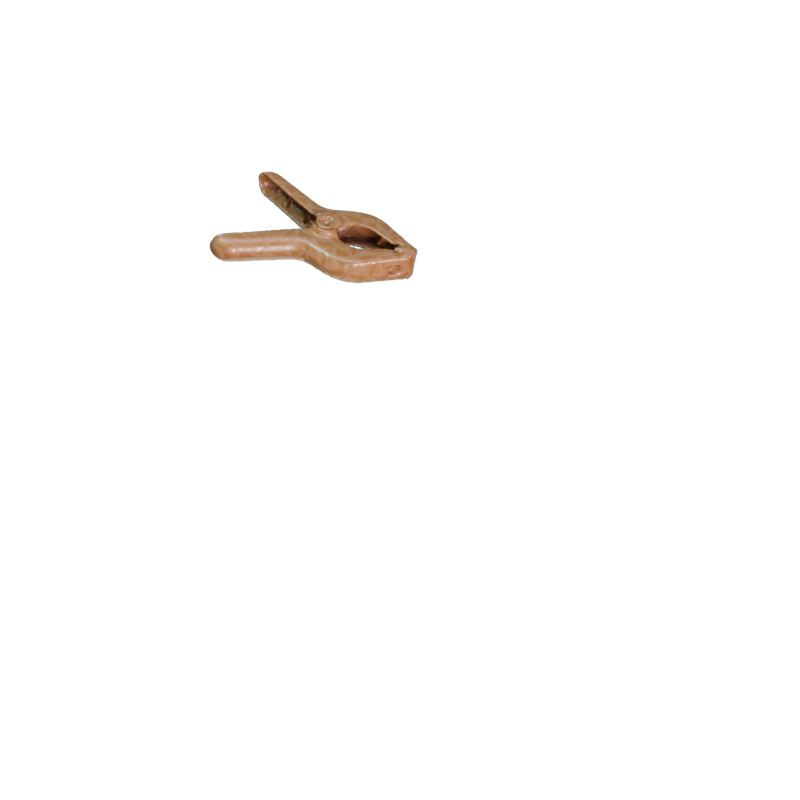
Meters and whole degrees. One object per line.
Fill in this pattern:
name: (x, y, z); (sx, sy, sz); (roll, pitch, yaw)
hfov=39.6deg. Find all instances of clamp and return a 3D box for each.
clamp: (-0.074, -0.136, 0.951); (0.178, 0.036, 0.124); (22, 51, 19)
